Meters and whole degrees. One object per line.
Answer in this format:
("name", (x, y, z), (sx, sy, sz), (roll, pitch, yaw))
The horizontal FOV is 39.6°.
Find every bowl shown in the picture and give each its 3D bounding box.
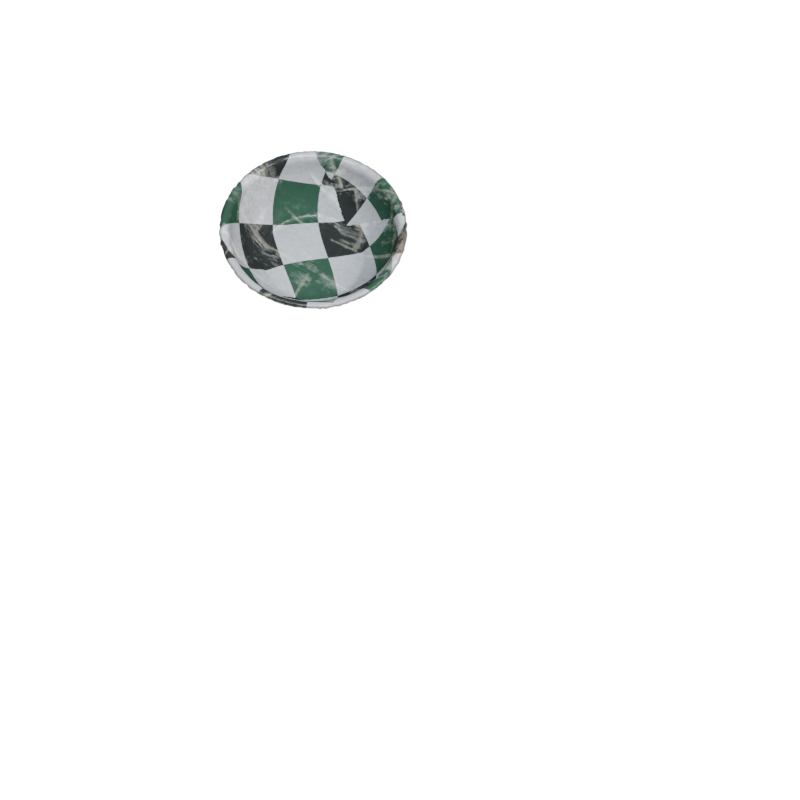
("bowl", (-0.076, -0.139, 0.975), (0.162, 0.173, 0.052), (-1, -30, -1))
